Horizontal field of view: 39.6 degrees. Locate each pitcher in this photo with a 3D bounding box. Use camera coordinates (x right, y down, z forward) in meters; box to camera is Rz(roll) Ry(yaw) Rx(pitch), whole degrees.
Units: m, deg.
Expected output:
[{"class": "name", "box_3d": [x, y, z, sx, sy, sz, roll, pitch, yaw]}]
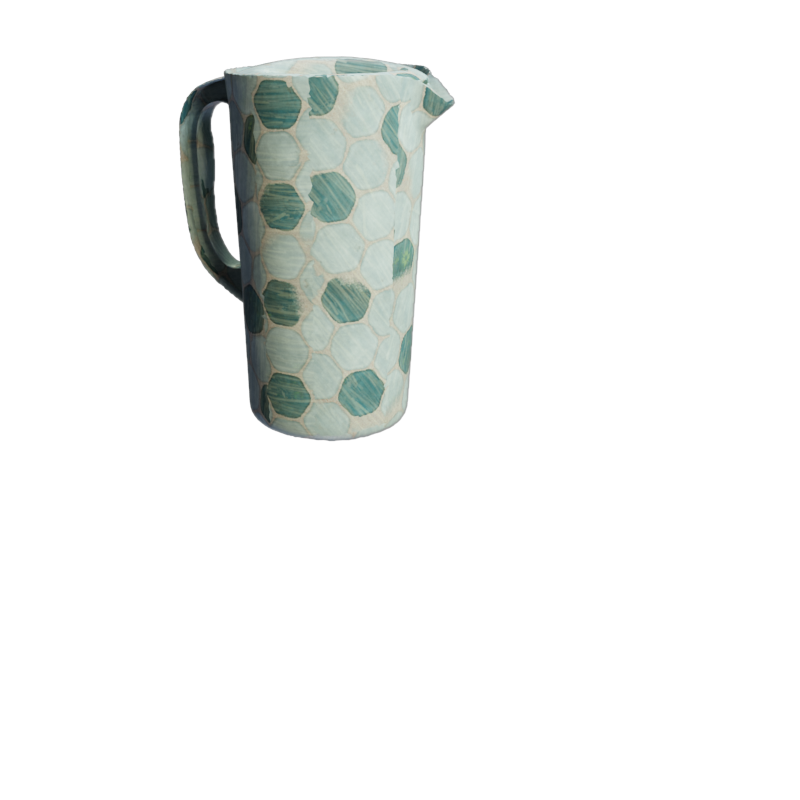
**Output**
[{"class": "pitcher", "box_3d": [-0.058, -0.105, 0.737, 0.141, 0.235, 0.158, -6, 16, -25]}]
